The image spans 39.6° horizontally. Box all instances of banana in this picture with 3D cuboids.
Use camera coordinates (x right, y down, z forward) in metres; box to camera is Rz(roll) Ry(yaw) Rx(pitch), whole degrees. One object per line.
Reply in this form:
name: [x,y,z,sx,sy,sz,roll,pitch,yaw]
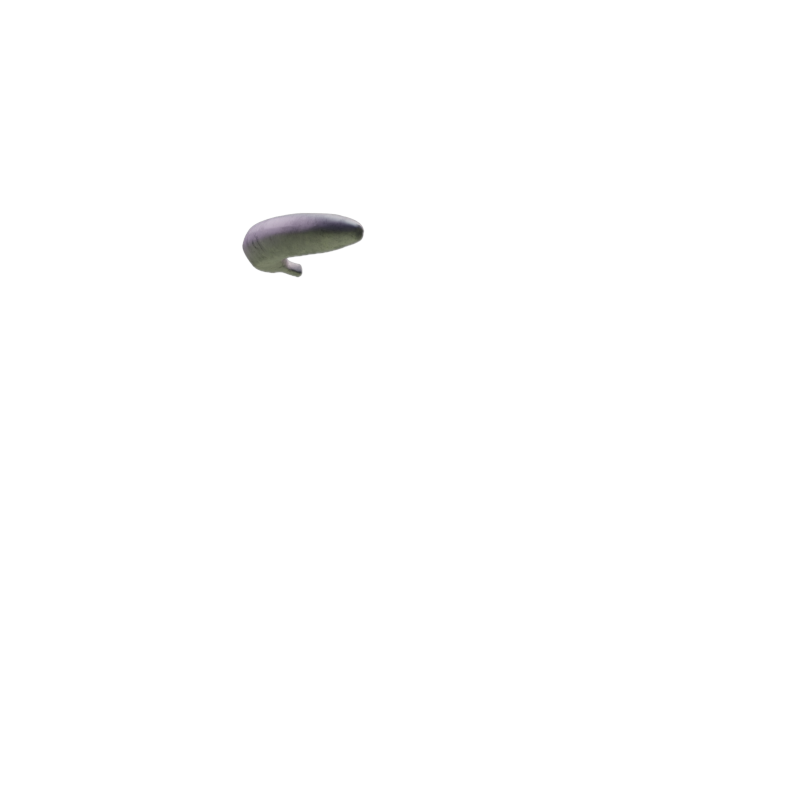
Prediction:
banana: [-0.091,-0.132,0.922,0.068,0.037,0.200,1,-1,-19]
